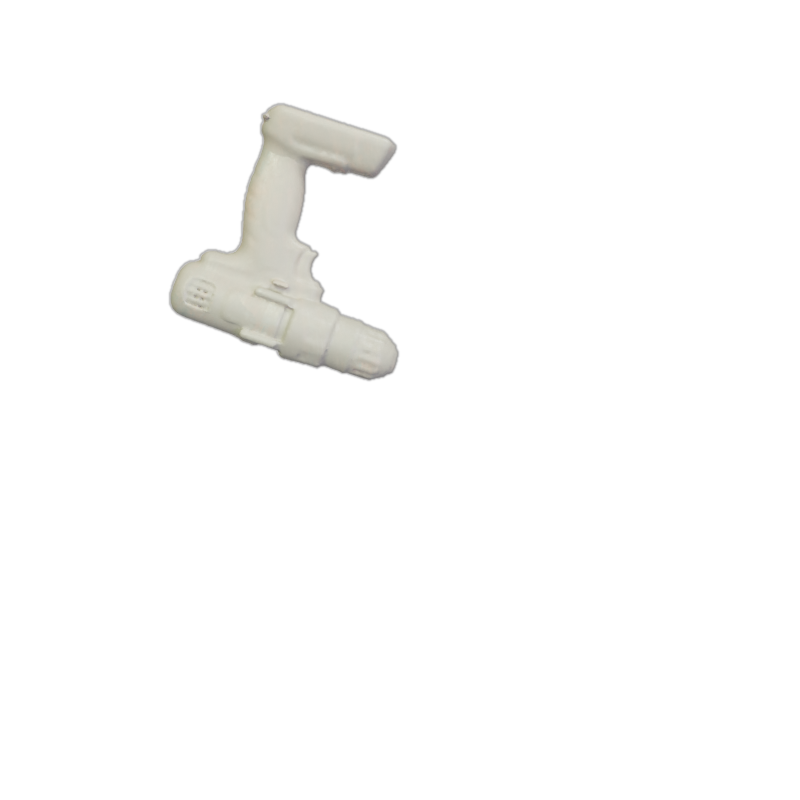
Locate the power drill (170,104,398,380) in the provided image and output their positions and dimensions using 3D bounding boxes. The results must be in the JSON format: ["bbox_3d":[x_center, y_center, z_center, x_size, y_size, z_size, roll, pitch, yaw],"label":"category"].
[{"bbox_3d":[-0.068,-0.124,0.866,0.185,0.188,0.057,19,-2,0],"label":"power drill"}]
